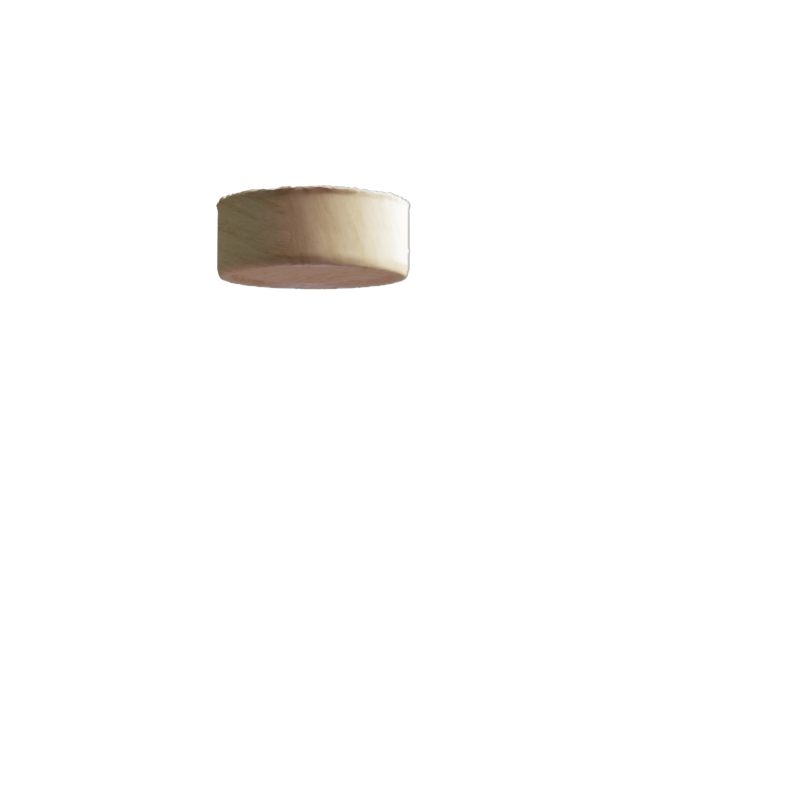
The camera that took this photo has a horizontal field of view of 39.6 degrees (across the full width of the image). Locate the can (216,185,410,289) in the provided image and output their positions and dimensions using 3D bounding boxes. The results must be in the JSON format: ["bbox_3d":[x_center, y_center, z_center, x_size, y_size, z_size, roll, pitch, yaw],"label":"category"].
[{"bbox_3d":[-0.038,-0.070,0.488,0.086,0.034,0.085,0,-2,-2],"label":"can"}]
